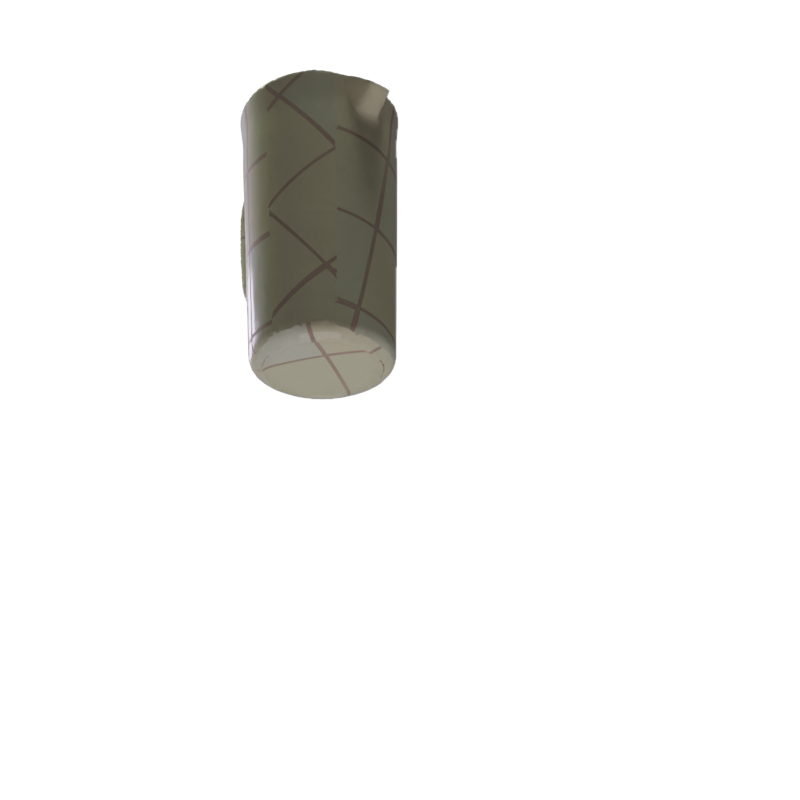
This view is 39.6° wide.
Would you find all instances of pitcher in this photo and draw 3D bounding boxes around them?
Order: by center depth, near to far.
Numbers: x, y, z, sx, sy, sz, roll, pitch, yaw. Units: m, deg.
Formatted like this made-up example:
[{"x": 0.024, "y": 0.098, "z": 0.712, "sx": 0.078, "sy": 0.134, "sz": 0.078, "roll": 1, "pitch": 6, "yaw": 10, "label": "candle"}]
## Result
[{"x": -0.069, "y": -0.125, "z": 0.876, "sx": 0.146, "sy": 0.259, "sz": 0.139, "roll": -5, "pitch": -32, "yaw": 4, "label": "pitcher"}]
